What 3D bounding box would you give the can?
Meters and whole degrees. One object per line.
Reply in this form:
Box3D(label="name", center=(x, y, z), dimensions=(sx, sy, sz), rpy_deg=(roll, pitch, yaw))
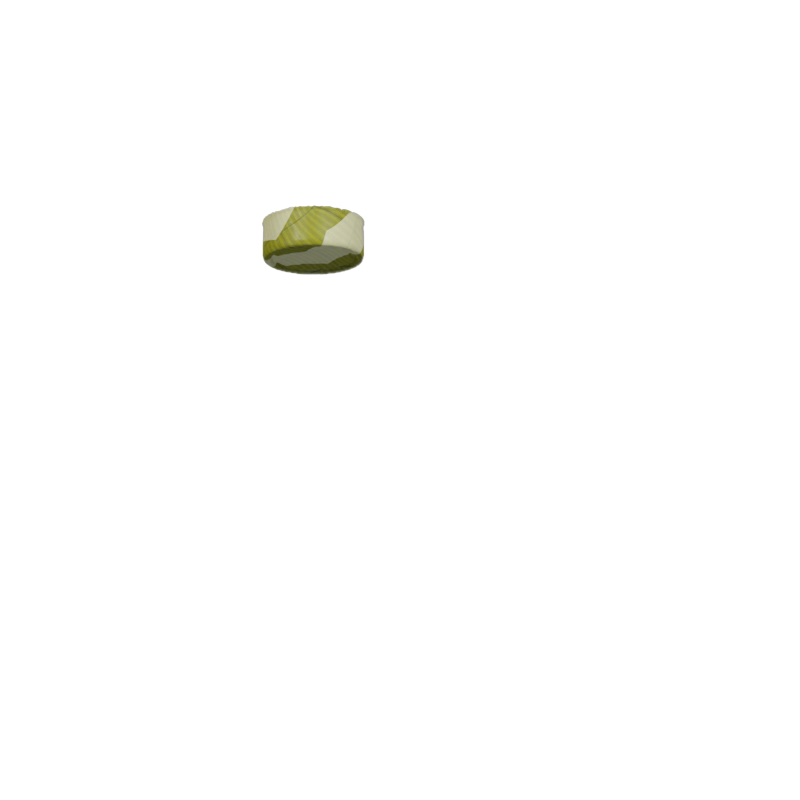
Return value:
Box3D(label="can", center=(-0.072, -0.132, 0.925), dimensions=(0.086, 0.035, 0.083), rpy_deg=(0, -12, -2))
